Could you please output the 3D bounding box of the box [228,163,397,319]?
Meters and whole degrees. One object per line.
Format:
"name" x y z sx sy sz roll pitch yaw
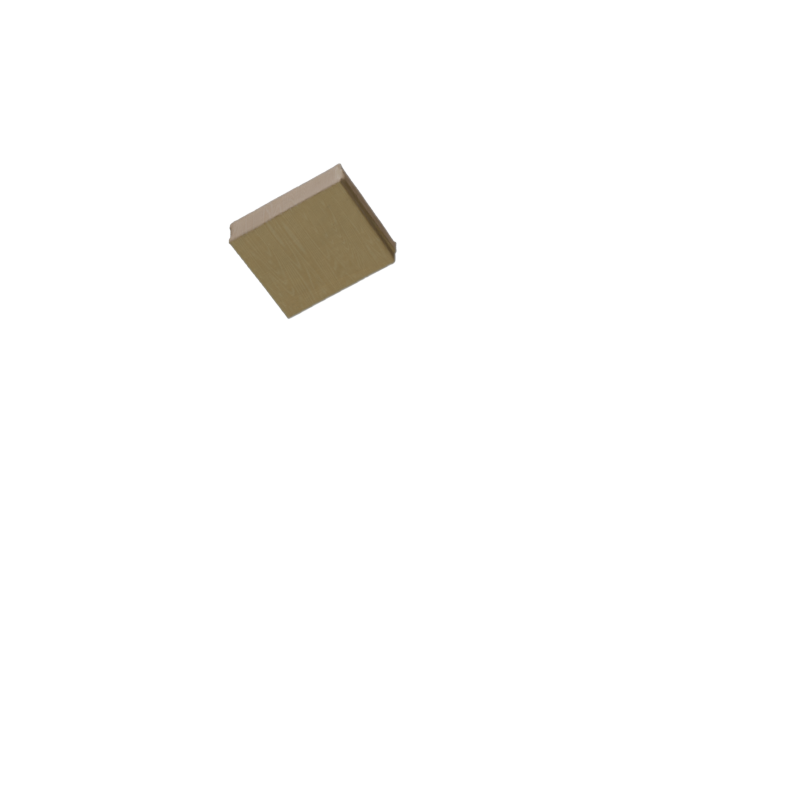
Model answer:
"box" -0.058 -0.106 0.739 0.089 0.068 0.032 -27 30 16
